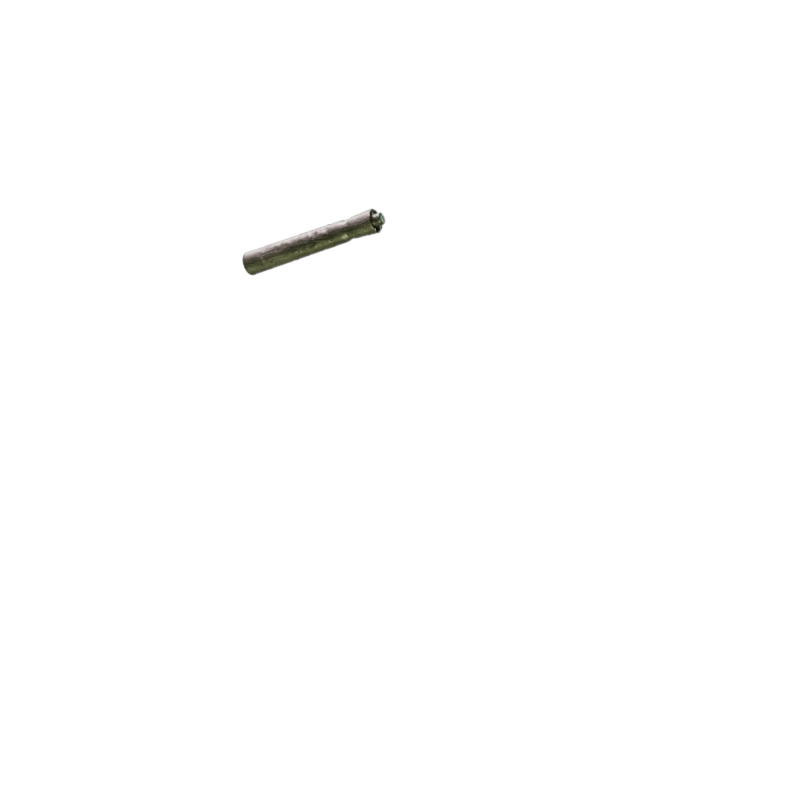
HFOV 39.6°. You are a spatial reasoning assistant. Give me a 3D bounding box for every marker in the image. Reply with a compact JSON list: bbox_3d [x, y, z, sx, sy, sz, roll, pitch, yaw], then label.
[{"bbox_3d":[-0.065,-0.119,0.834,0.123,0.020,0.019,-14,-3,28],"label":"marker"}]
